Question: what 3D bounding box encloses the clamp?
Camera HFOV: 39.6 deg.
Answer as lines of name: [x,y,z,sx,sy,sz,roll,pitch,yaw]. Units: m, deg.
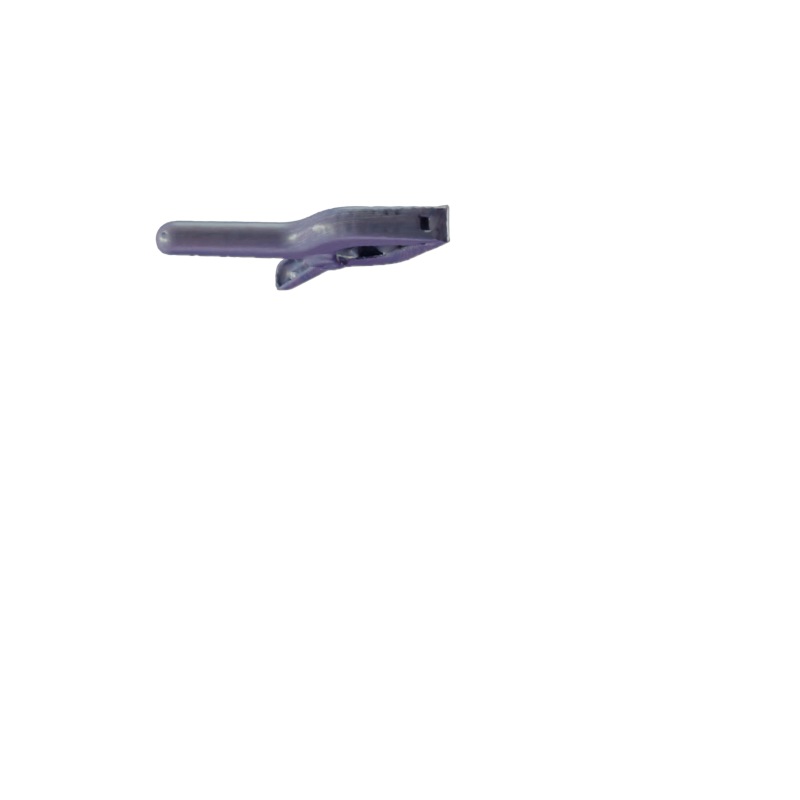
clamp: [-0.064,-0.117,0.822,0.216,0.037,0.156,-5,-8,38]
